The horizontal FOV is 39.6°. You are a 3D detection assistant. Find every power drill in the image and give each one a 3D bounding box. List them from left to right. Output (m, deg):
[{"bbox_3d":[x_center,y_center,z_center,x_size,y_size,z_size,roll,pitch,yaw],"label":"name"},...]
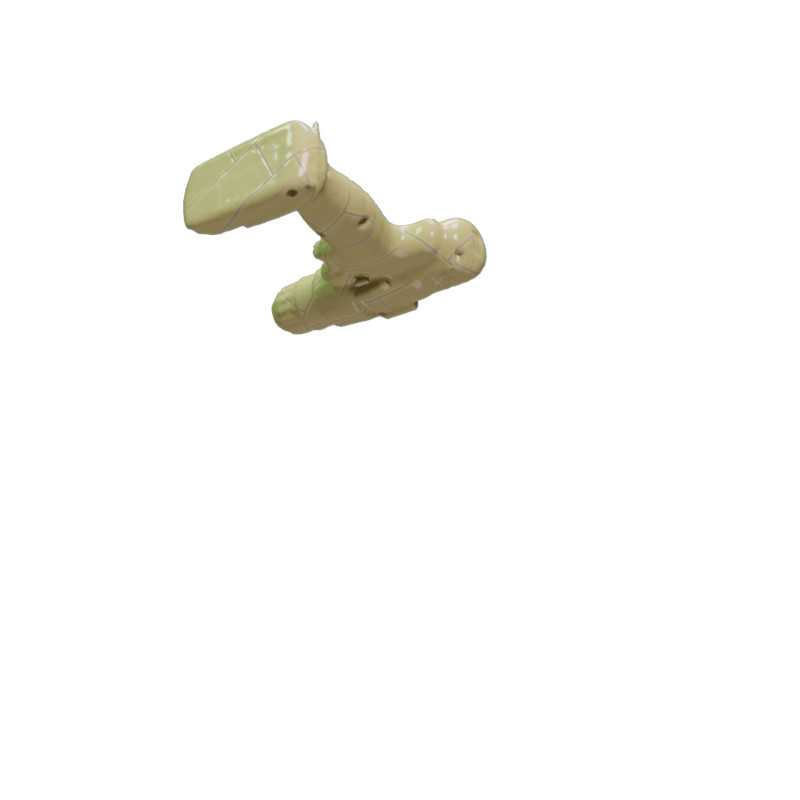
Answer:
[{"bbox_3d":[-0.061,-0.111,0.774,0.186,0.061,0.175,-19,-31,33],"label":"power drill"}]
